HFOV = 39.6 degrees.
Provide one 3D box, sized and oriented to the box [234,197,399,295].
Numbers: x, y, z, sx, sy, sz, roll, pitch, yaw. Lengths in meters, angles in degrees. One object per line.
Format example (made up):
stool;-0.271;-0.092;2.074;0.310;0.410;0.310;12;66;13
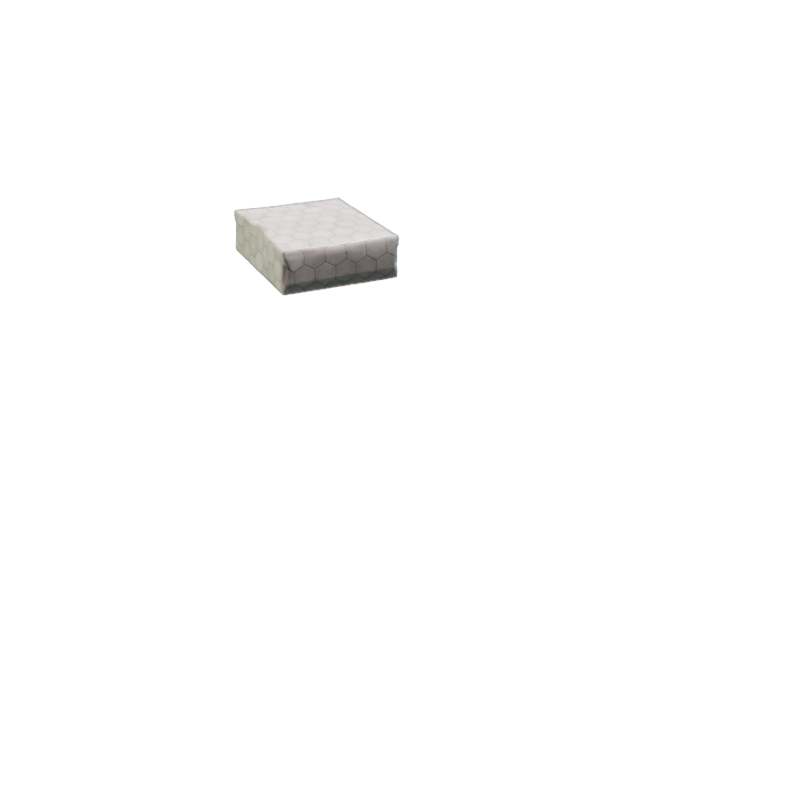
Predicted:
box;-0.053;-0.096;0.671;0.072;0.029;0.095;-11;28;-22
